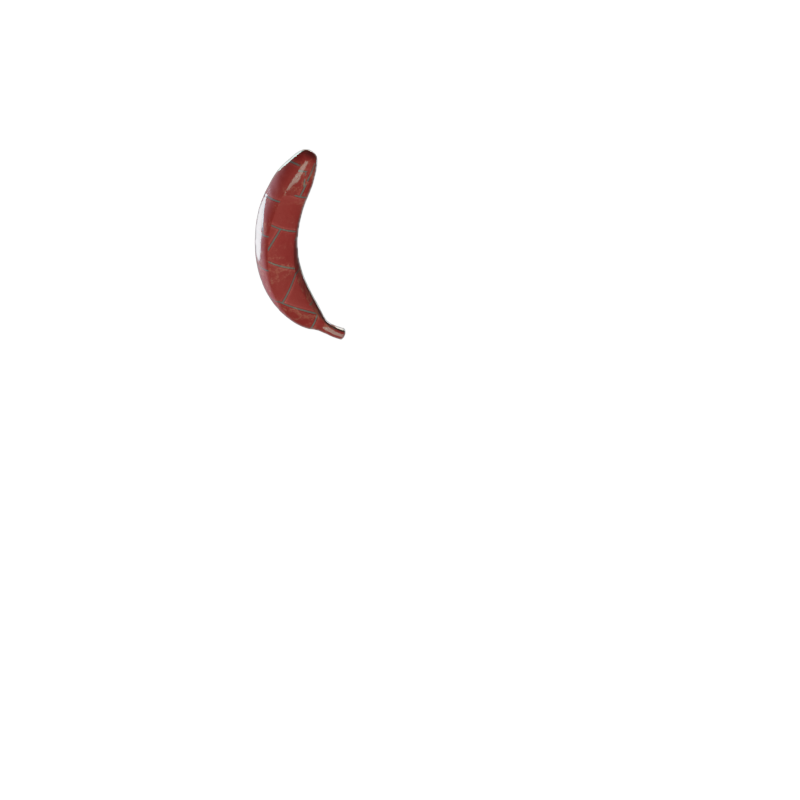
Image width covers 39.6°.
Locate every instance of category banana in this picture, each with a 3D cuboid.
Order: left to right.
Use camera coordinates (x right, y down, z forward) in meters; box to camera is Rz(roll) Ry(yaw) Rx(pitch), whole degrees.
[{"bbox_3d":[-0.094,-0.133,0.971,0.070,0.184,0.039,-6,39,4],"label":"banana"}]
